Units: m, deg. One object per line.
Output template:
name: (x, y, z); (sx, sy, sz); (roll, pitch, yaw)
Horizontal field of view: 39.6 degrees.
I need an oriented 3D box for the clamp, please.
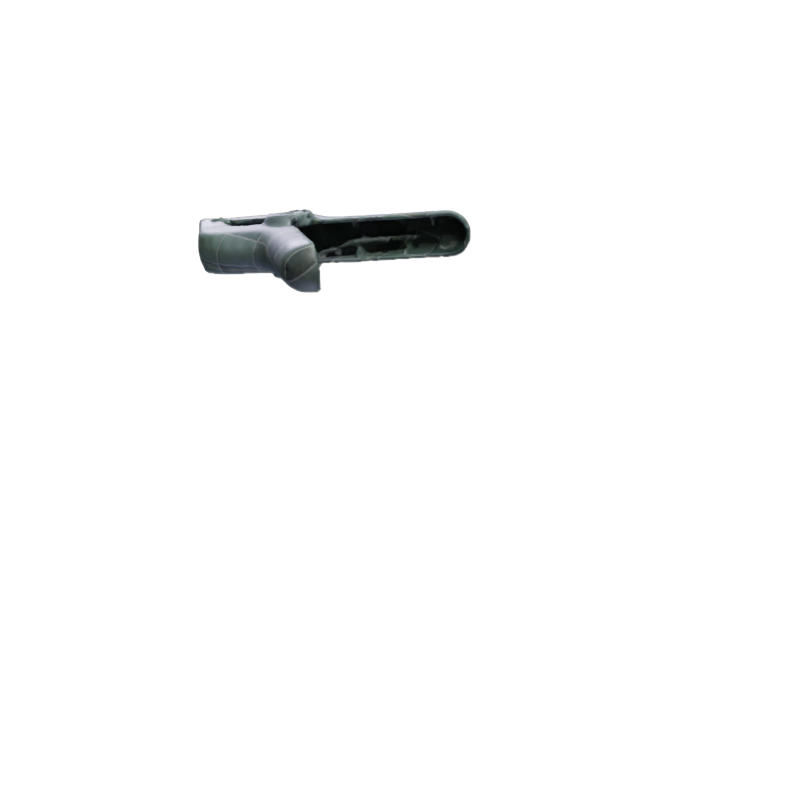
clamp: (-0.048, -0.088, 0.618); (0.117, 0.038, 0.181); (-9, 17, -33)
